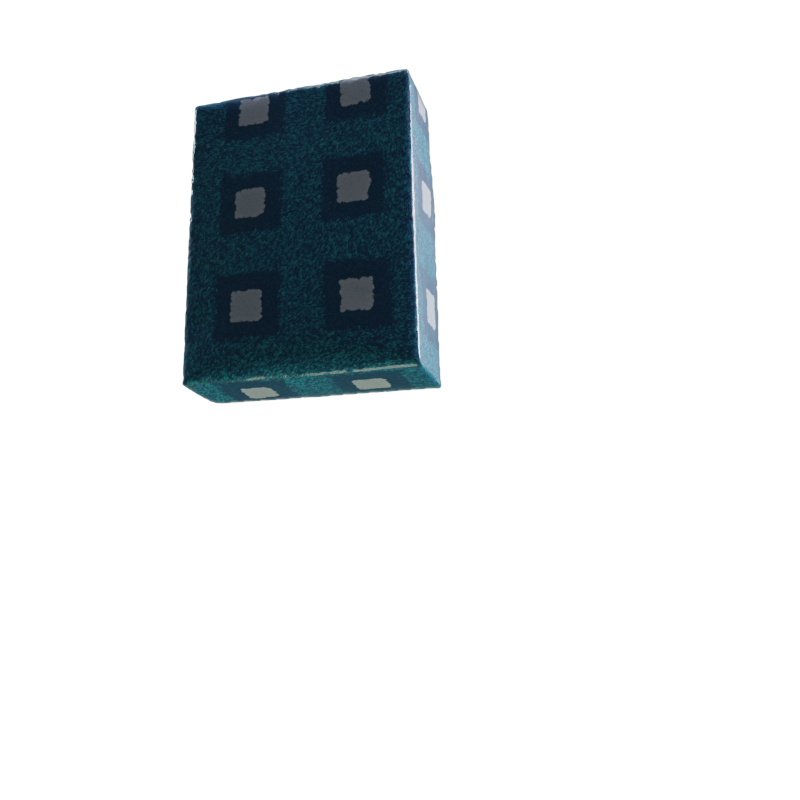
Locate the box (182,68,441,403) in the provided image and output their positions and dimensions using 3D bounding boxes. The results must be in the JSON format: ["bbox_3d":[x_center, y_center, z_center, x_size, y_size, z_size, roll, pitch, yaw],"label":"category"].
[{"bbox_3d":[-0.061,-0.111,0.775,0.167,0.225,0.067,-7,-22,16],"label":"box"}]
